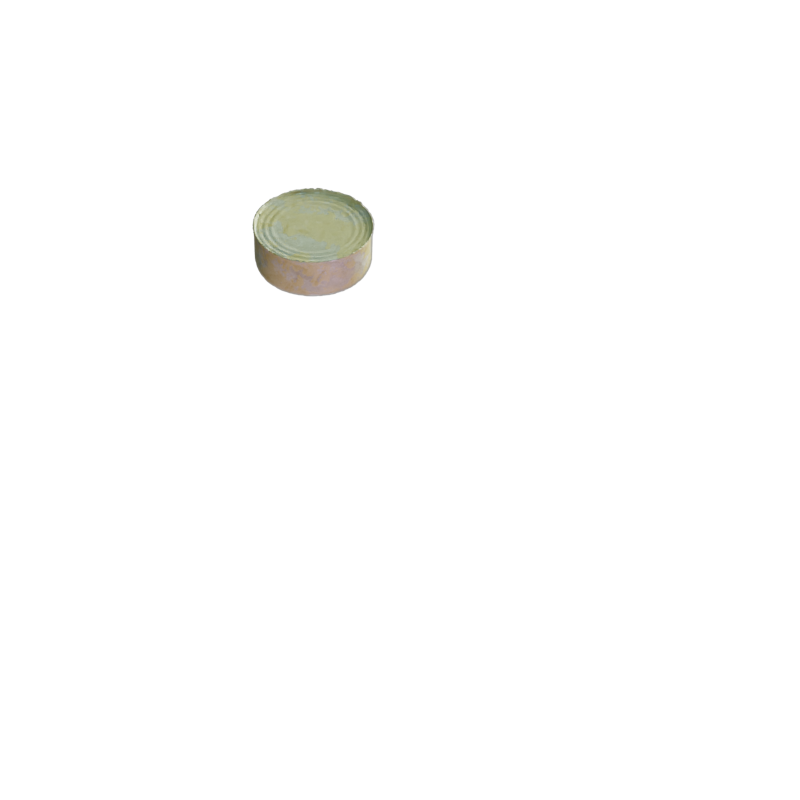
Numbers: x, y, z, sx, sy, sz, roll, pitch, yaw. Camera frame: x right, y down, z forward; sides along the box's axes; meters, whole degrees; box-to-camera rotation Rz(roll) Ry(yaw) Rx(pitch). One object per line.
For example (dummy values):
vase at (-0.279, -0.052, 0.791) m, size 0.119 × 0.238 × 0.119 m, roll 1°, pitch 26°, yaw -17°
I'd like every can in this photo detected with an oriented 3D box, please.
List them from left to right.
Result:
can at (-0.062, -0.113, 0.789) m, size 0.086 × 0.031 × 0.092 m, roll -1°, pitch 43°, yaw -2°
